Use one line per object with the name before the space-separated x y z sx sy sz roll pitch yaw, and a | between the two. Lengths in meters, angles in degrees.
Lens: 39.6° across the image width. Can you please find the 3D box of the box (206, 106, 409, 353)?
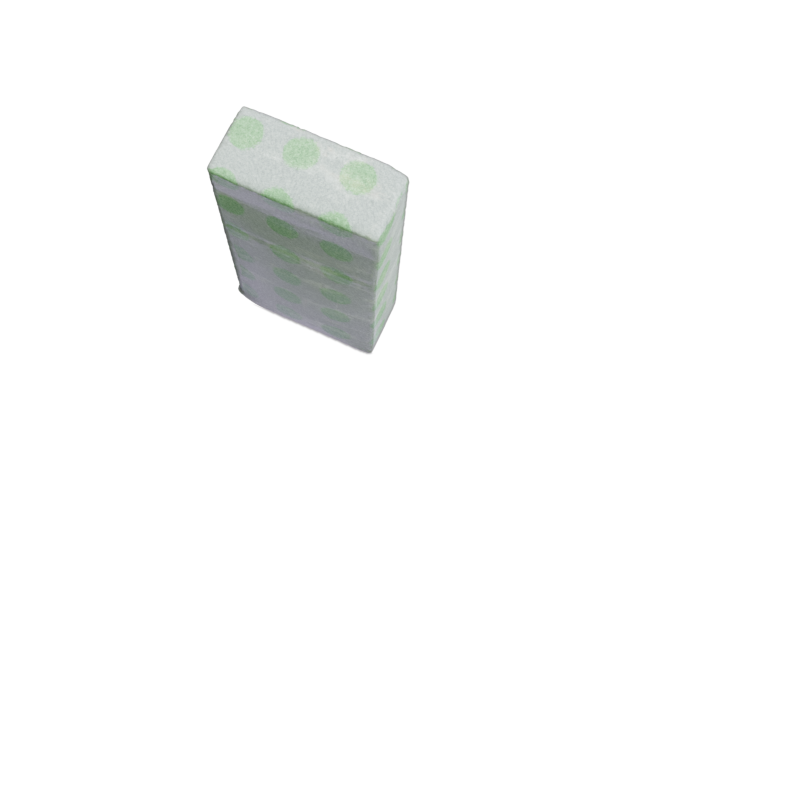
box | -0.047 -0.086 0.603 0.095 0.049 0.168 25 -18 5
